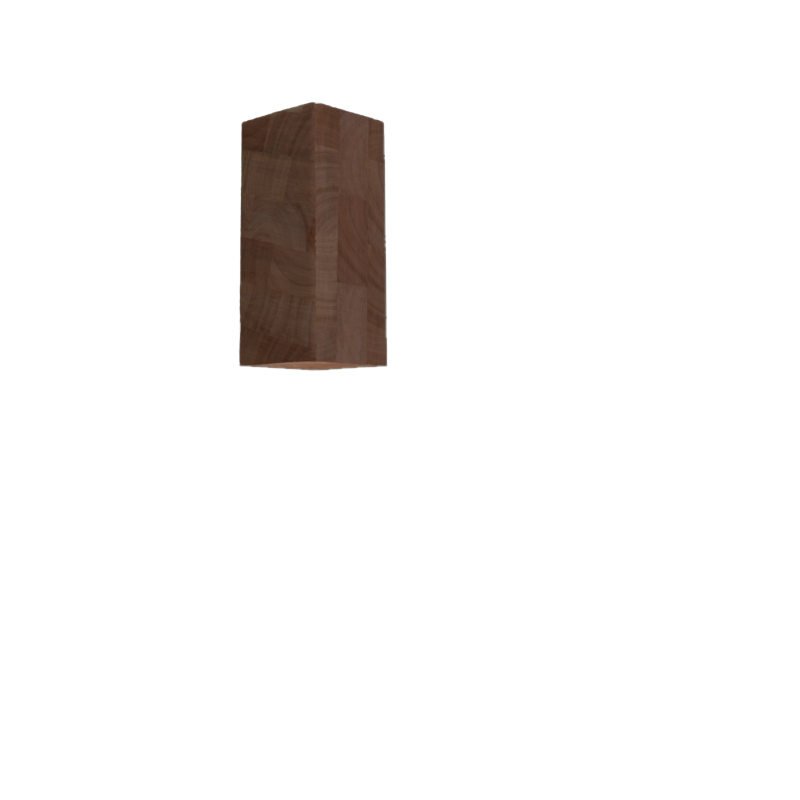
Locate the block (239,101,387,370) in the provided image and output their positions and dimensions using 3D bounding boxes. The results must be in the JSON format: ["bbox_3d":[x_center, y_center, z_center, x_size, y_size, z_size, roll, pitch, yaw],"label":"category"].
[{"bbox_3d":[-0.072,-0.131,0.920,0.093,0.211,0.086,-8,-11,42],"label":"block"}]
